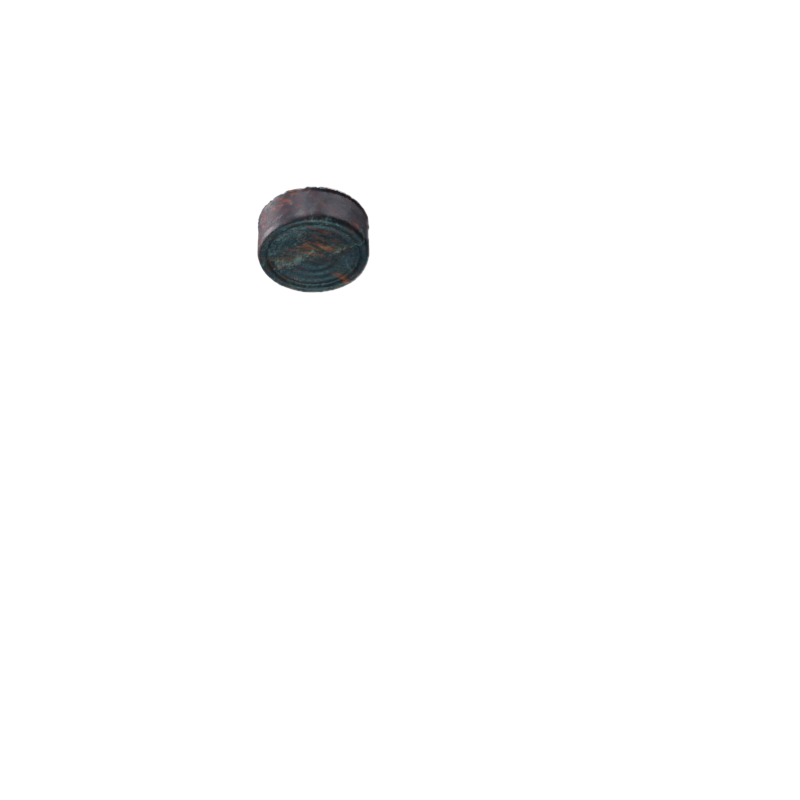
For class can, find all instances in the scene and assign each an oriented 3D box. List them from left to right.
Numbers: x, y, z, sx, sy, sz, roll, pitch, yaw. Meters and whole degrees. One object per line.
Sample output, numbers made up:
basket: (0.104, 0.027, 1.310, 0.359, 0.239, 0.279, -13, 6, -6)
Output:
can: (-0.066, -0.120, 0.841, 0.086, 0.036, 0.080, 1, -38, -2)
